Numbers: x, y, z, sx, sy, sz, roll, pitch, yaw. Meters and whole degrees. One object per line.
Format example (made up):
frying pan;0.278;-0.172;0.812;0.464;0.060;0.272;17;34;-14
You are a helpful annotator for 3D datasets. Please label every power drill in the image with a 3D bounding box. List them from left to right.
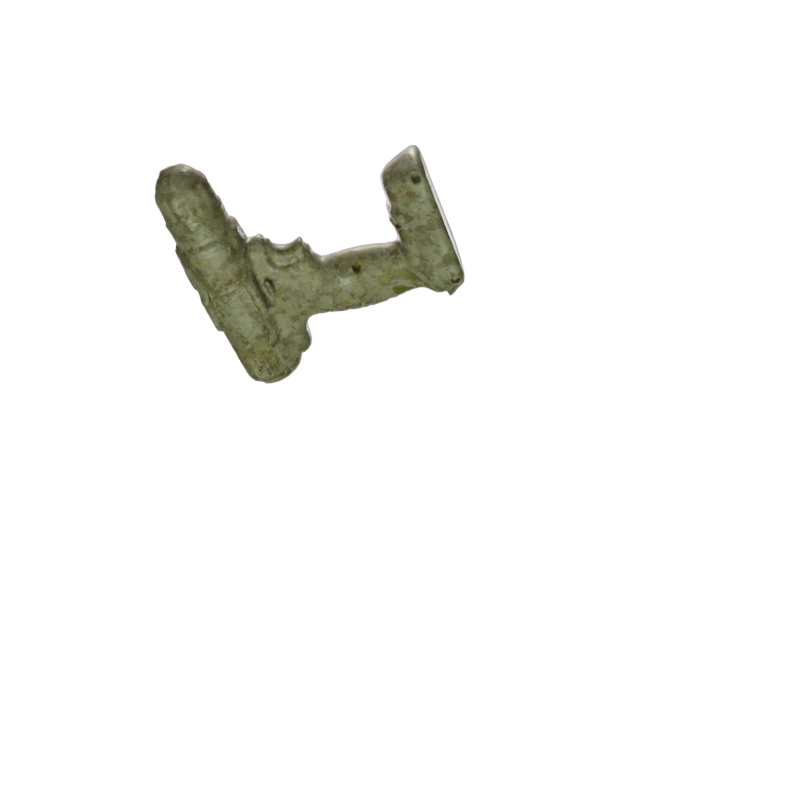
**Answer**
power drill;-0.062;-0.113;0.788;0.188;0.172;0.061;-19;31;11
